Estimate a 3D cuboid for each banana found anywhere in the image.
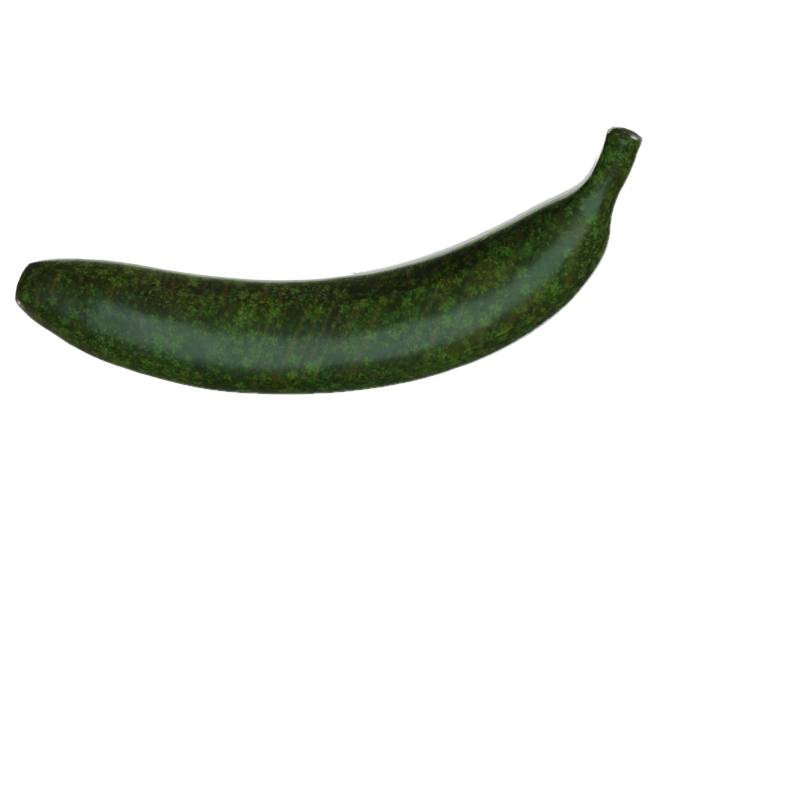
[{"bbox_3d":[-0.019,-0.034,0.354,0.198,0.067,0.038,-13,18,4],"label":"banana"}]
